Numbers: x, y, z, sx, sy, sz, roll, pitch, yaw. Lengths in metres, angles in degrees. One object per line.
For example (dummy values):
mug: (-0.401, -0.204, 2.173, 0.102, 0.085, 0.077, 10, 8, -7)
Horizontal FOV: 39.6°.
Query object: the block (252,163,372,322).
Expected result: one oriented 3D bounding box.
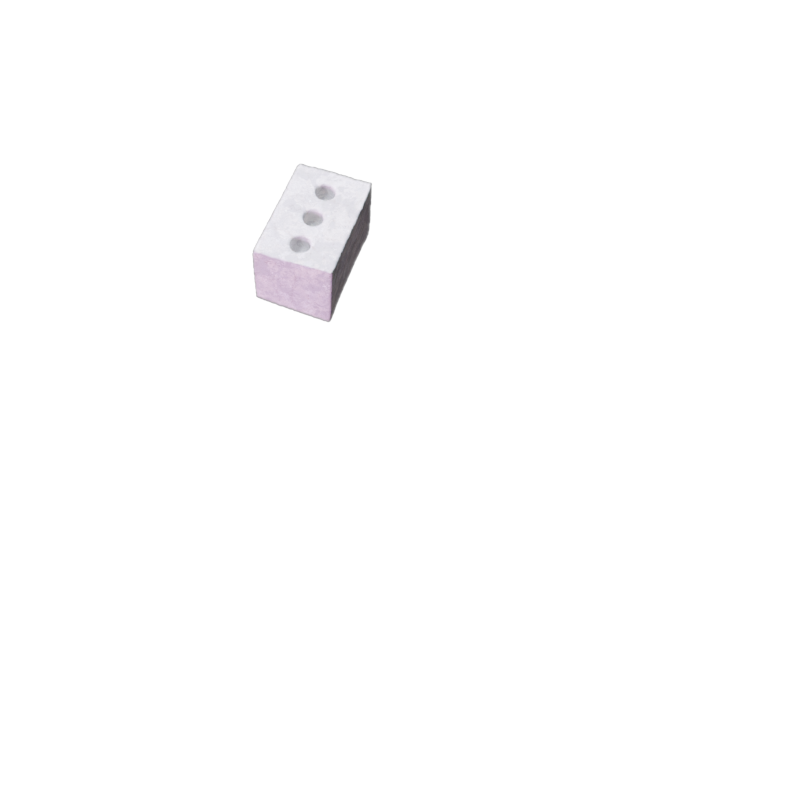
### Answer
block: (-0.055, -0.100, 0.703, 0.054, 0.082, 0.048, 16, -33, 8)
